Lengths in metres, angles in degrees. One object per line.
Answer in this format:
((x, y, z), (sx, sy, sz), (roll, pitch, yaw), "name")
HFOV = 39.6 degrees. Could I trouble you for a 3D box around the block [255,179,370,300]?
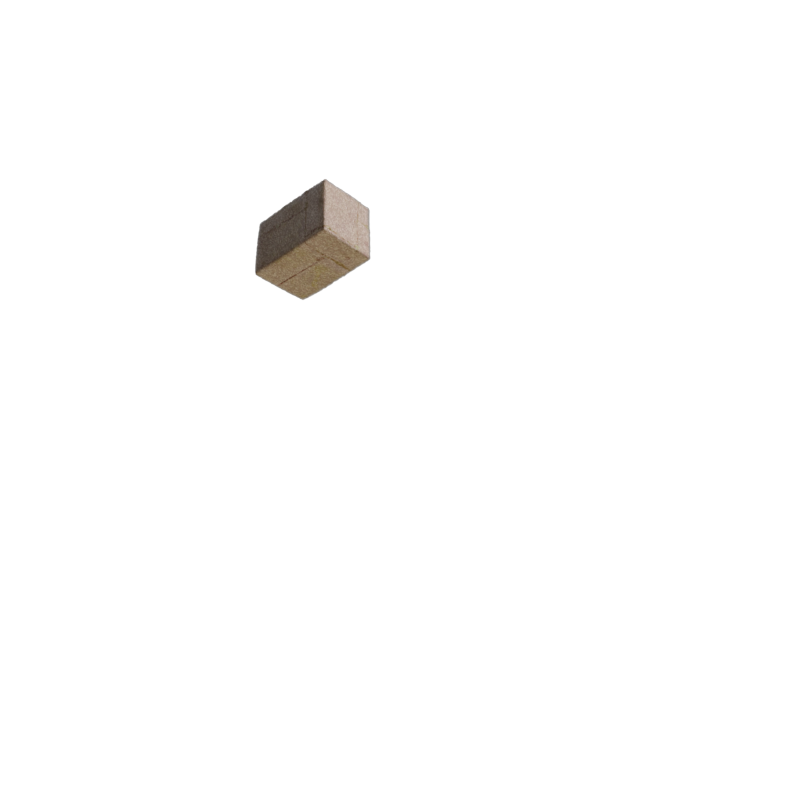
((-0.068, -0.123, 0.864), (0.078, 0.055, 0.049), (-28, -43, 33), "block")
